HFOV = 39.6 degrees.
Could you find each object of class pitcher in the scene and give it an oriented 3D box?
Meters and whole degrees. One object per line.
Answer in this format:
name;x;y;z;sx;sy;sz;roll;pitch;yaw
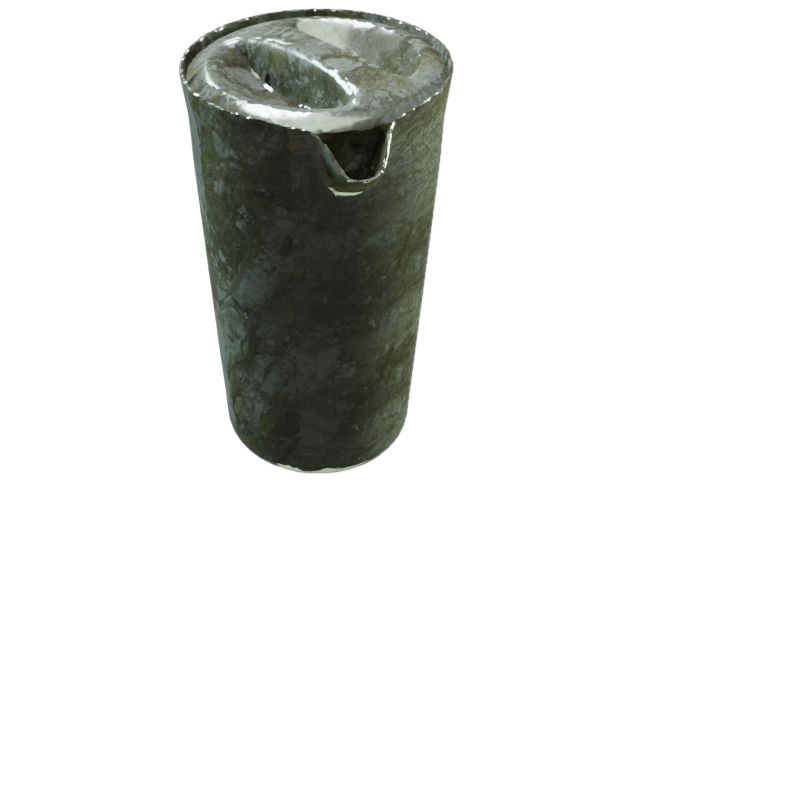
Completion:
pitcher;-0.048;-0.087;0.612;0.151;0.227;0.153;19;41;20
